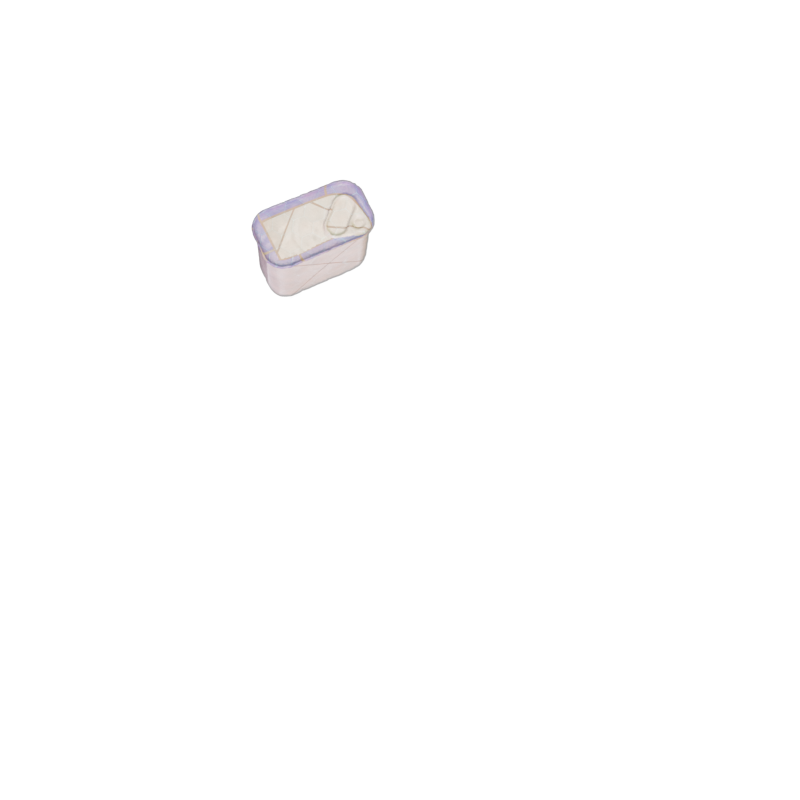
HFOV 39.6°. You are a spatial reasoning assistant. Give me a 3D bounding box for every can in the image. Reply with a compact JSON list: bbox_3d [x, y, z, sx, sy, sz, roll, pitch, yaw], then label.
[{"bbox_3d":[-0.076,-0.139,0.974,0.102,0.060,0.080,-24,-15,-9],"label":"can"}]
